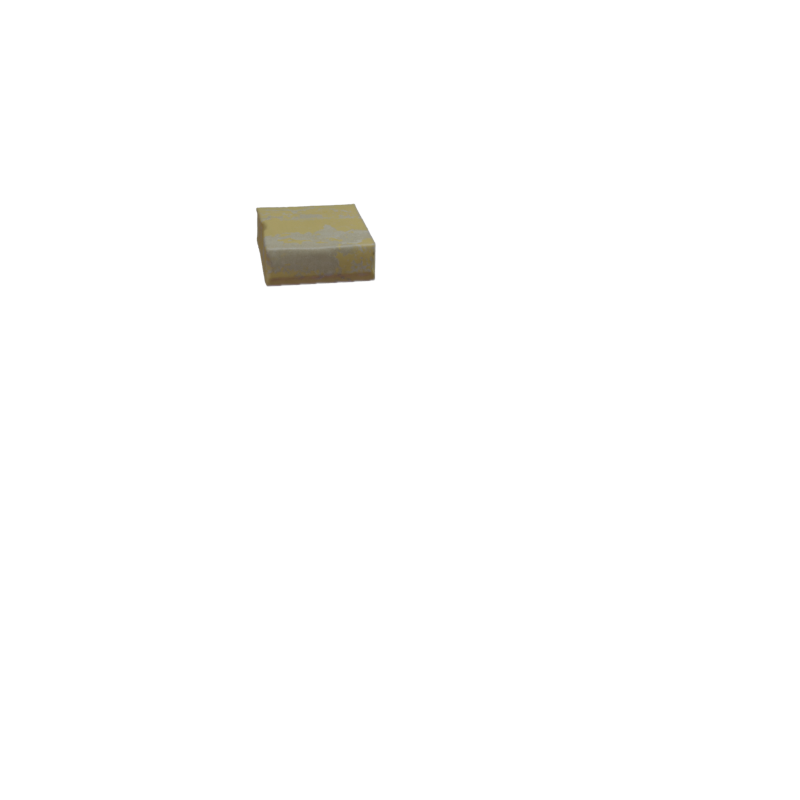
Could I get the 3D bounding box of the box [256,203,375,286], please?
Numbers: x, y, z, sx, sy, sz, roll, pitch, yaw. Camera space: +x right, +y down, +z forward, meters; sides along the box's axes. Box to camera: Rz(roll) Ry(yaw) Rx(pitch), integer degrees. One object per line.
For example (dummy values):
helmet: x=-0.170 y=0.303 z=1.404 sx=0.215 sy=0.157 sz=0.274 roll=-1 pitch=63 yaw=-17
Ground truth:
box: x=-0.060 y=-0.109 z=0.761 sx=0.072 sy=0.029 sz=0.095 roll=-4 pitch=27 yaw=-8
